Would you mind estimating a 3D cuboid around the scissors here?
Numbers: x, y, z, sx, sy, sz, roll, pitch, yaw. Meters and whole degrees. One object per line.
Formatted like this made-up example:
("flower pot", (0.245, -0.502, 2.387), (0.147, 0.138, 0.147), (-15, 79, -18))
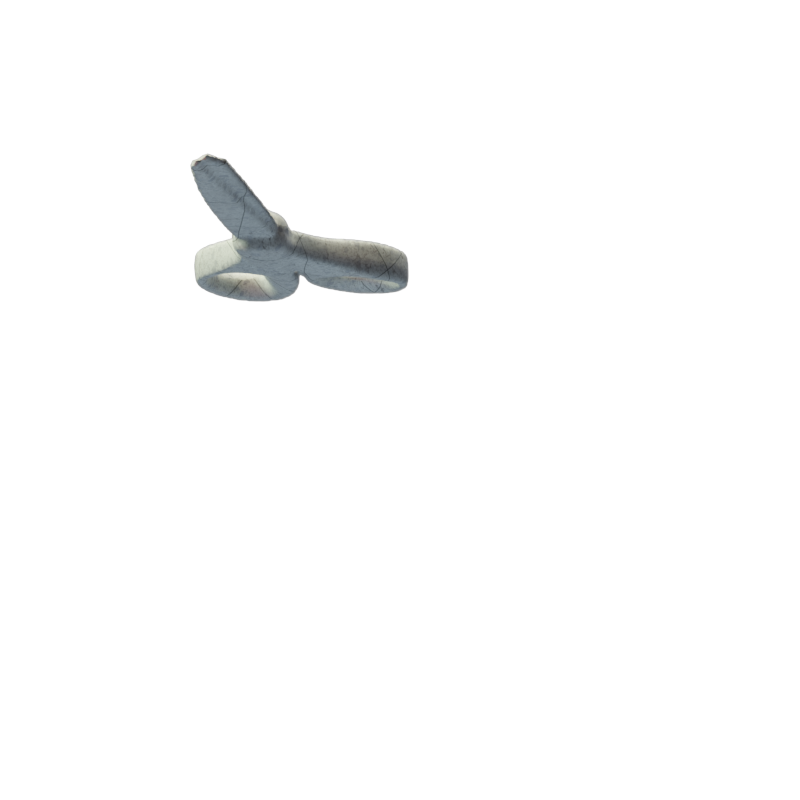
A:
("scissors", (-0.031, -0.056, 0.393), (0.095, 0.016, 0.201), (1, -3, -13))
